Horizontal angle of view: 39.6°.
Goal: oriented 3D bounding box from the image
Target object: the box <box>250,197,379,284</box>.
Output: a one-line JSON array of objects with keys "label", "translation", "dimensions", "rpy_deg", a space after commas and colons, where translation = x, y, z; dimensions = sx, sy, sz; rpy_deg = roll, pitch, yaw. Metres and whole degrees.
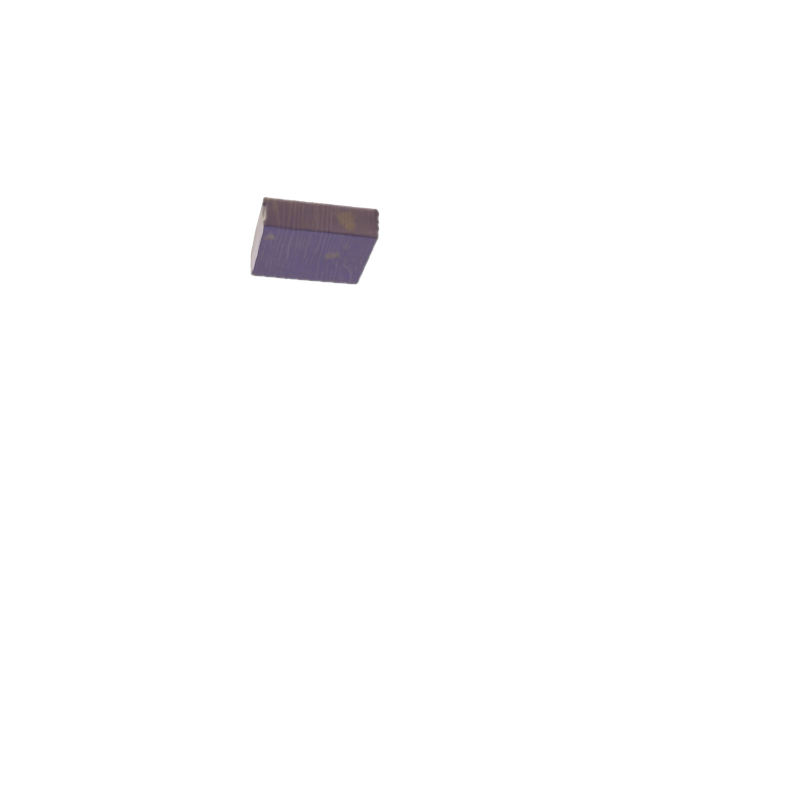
[{"label": "box", "translation": [-0.066, -0.121, 0.849], "dimensions": [0.088, 0.032, 0.070], "rpy_deg": [5, -26, -10]}]
